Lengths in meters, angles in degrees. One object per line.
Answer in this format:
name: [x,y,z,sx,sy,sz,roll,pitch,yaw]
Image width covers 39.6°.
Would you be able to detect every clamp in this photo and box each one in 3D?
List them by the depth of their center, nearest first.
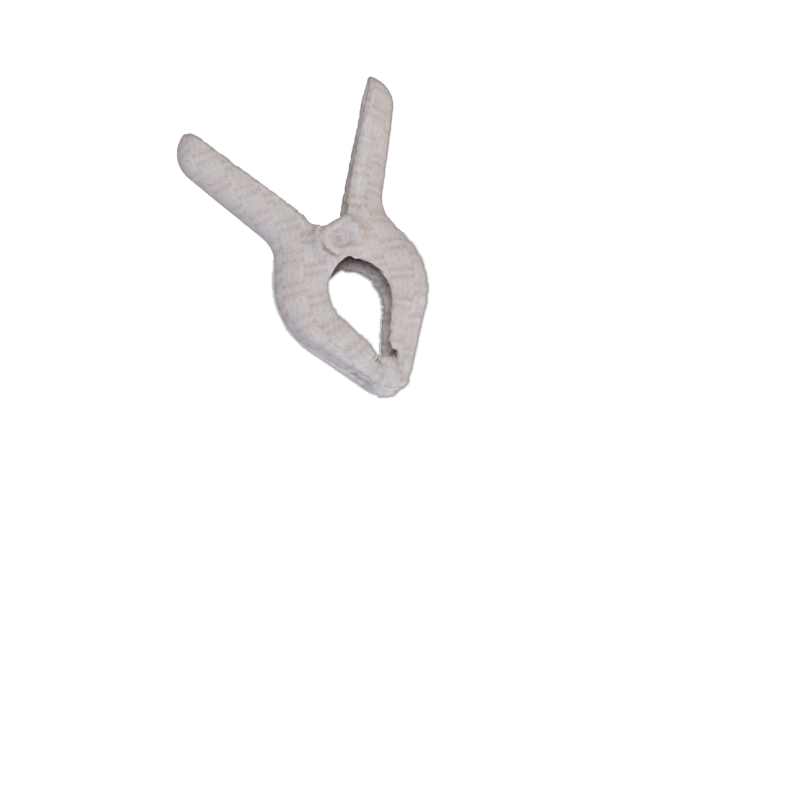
clamp: [-0.045,-0.082,0.575,0.120,0.180,0.038,-13,-18,-5]
